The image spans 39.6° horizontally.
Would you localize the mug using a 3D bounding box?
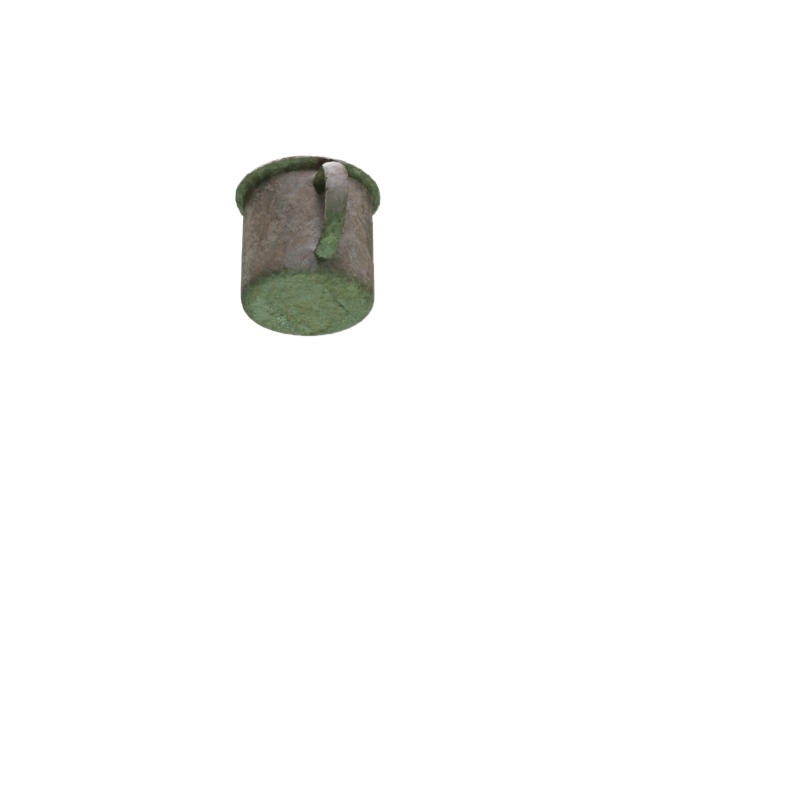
[{"bbox_3d":[-0.053,-0.097,0.678,0.091,0.087,0.113,9,-29,-18],"label":"mug"}]
